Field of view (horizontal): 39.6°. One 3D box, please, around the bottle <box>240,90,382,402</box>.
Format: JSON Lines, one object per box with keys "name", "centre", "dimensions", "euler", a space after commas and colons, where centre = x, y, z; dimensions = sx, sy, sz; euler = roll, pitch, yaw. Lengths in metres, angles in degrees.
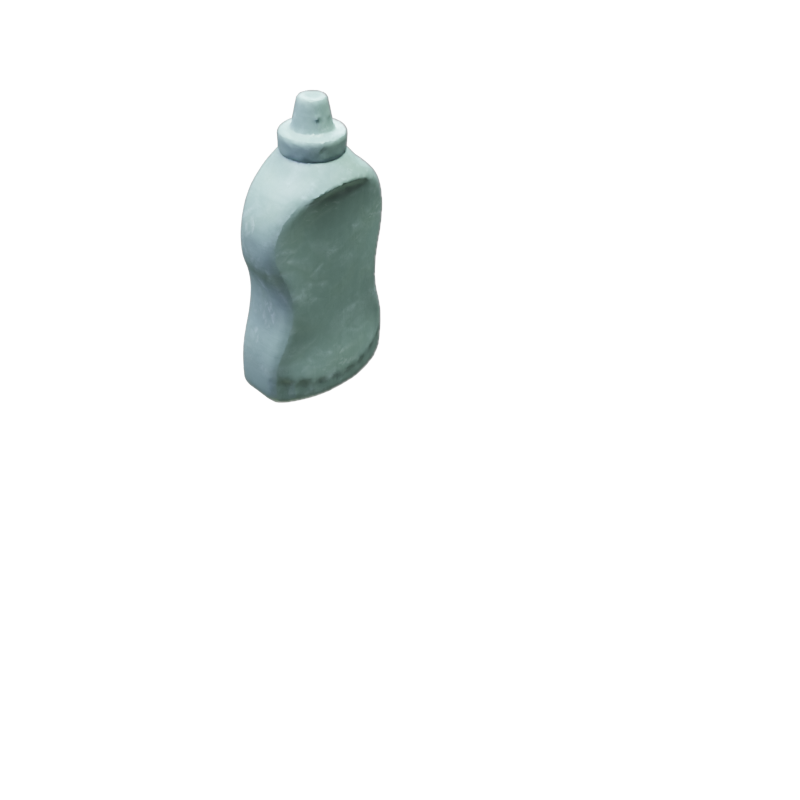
{"name": "bottle", "centre": [-0.053, -0.097, 0.676], "dimensions": [0.095, 0.180, 0.062], "euler": [-26, 42, -35]}
